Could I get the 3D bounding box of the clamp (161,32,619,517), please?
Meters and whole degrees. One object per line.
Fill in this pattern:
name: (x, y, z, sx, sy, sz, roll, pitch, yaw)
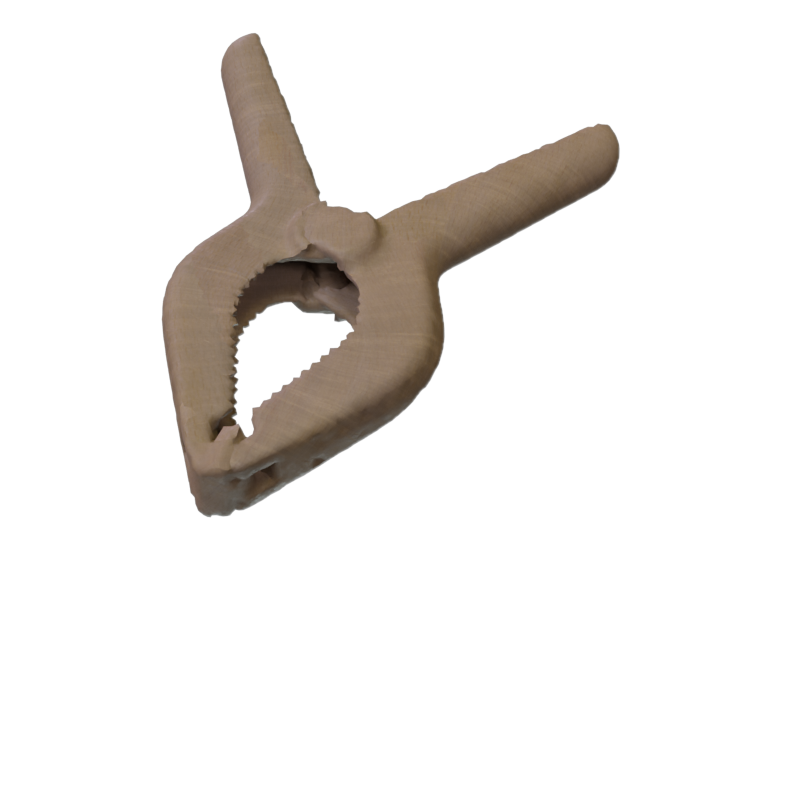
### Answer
clamp: (-0.031, -0.056, 0.395, 0.171, 0.217, 0.034, 21, -37, 17)
